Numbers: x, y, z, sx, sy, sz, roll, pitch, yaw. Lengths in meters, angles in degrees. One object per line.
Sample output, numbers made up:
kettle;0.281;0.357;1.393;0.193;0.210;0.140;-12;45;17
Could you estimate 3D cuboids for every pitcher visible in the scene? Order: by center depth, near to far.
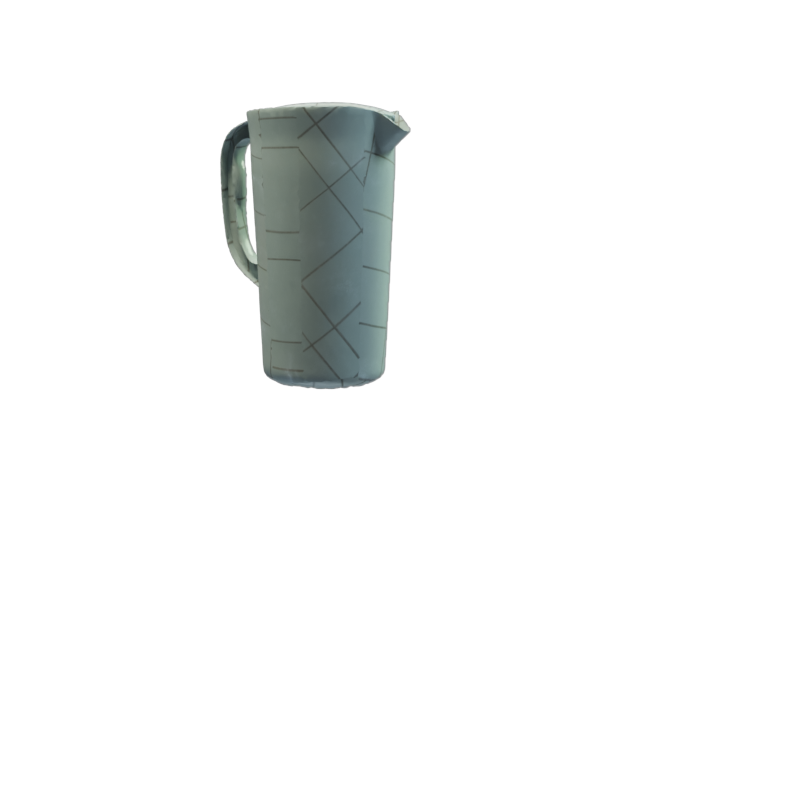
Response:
pitcher;-0.076;-0.139;0.976;0.142;0.241;0.154;-1;6;-16
